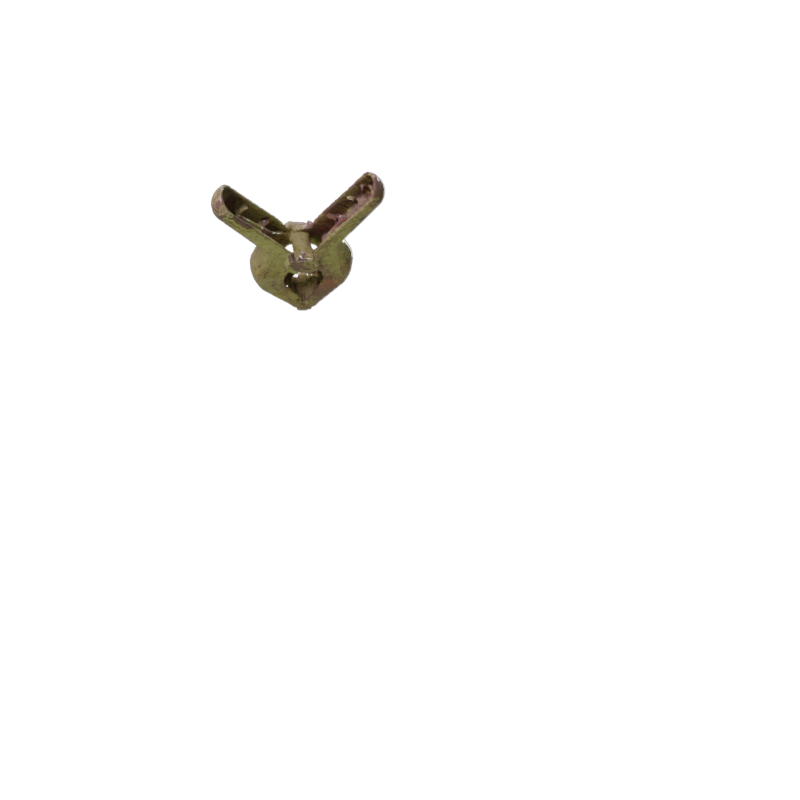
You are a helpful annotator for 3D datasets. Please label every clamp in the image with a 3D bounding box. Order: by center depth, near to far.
[{"bbox_3d":[-0.065,-0.118,0.829,0.121,0.041,0.161,-3,-20,6],"label":"clamp"}]
